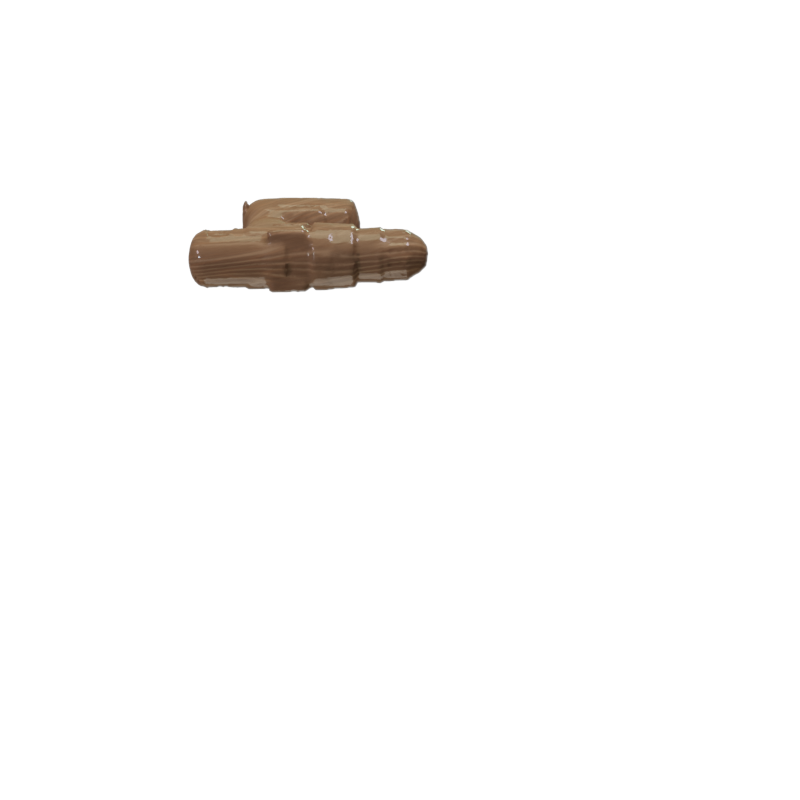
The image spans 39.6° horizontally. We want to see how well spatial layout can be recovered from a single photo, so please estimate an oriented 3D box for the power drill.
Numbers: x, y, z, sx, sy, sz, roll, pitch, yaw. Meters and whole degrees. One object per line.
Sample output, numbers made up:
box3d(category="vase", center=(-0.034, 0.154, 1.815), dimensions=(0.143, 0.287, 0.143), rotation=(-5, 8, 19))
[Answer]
box3d(category="power drill", center=(-0.072, -0.132, 0.924), dimensions=(0.185, 0.056, 0.192), rotation=(0, 15, 1))
